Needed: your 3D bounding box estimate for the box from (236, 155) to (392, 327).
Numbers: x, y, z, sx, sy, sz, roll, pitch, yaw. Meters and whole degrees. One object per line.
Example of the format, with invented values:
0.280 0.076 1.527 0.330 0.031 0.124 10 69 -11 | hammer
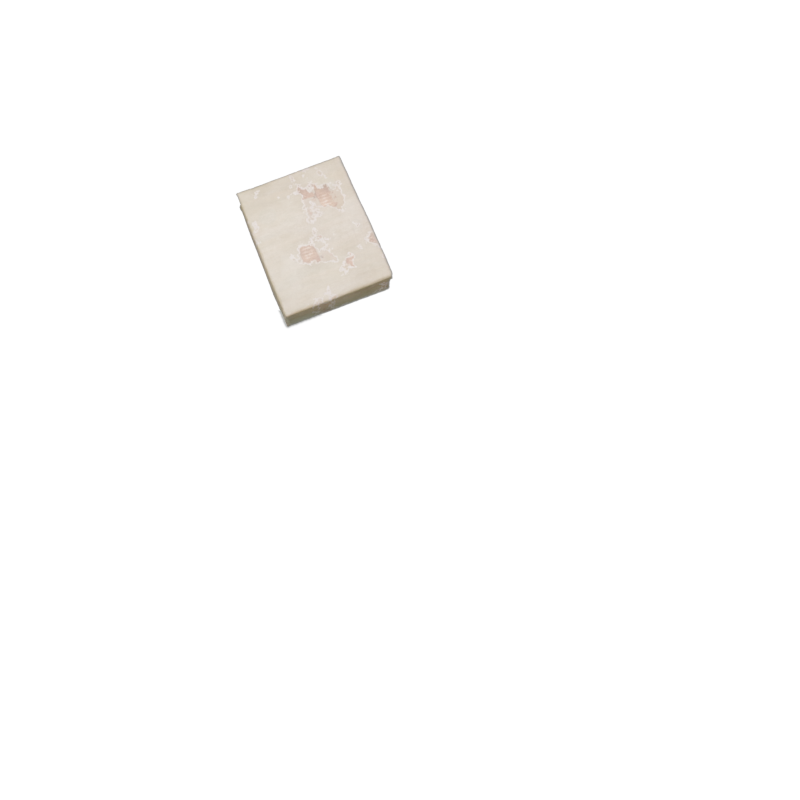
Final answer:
-0.069 -0.125 0.878 0.089 0.120 0.037 -21 -19 -8 | box
